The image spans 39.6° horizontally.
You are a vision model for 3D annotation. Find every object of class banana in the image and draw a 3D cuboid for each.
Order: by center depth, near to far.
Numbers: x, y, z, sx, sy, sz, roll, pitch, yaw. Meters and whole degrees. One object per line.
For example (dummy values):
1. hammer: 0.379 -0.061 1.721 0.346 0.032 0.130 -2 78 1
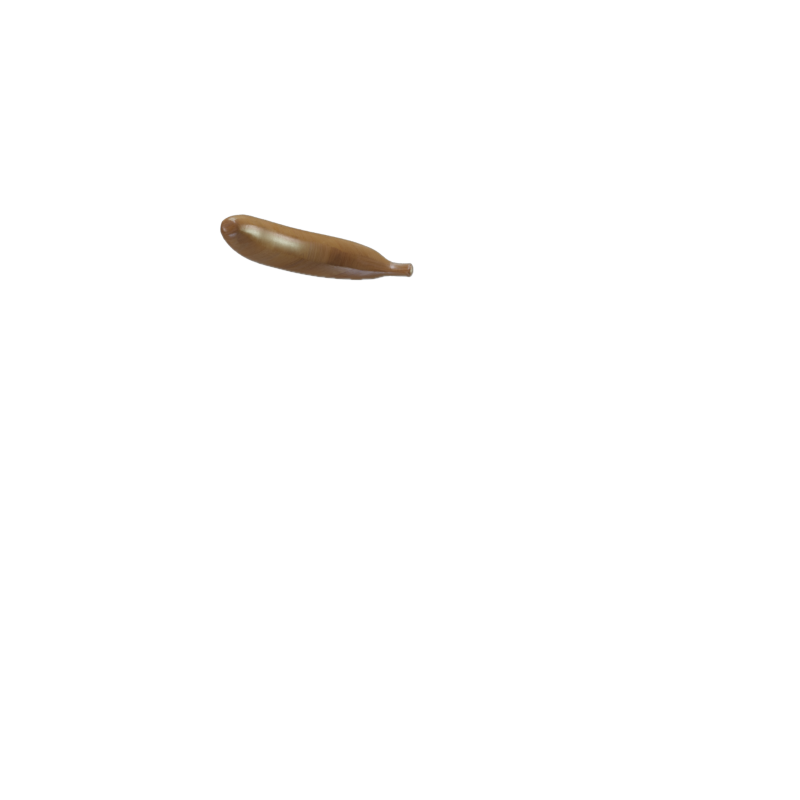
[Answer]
1. banana: -0.082 -0.131 0.949 0.188 0.038 0.071 6 -11 -38
